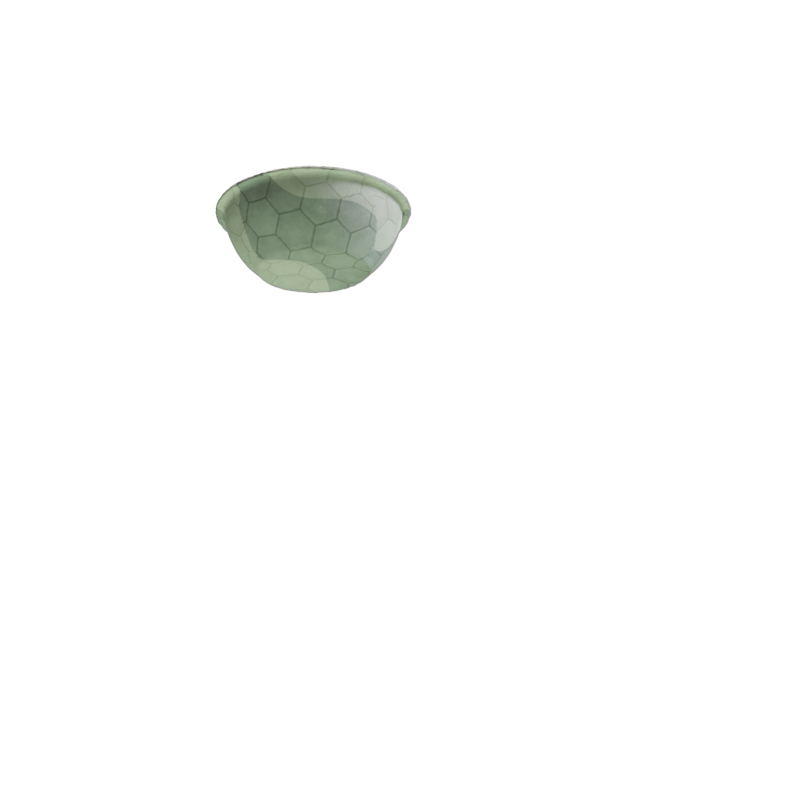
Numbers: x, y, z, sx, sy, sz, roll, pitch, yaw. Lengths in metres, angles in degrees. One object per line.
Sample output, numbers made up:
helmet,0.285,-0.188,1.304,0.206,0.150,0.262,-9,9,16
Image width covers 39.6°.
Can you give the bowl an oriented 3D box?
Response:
bowl,-0.071,-0.130,0.907,0.162,0.058,0.155,0,-18,-2
